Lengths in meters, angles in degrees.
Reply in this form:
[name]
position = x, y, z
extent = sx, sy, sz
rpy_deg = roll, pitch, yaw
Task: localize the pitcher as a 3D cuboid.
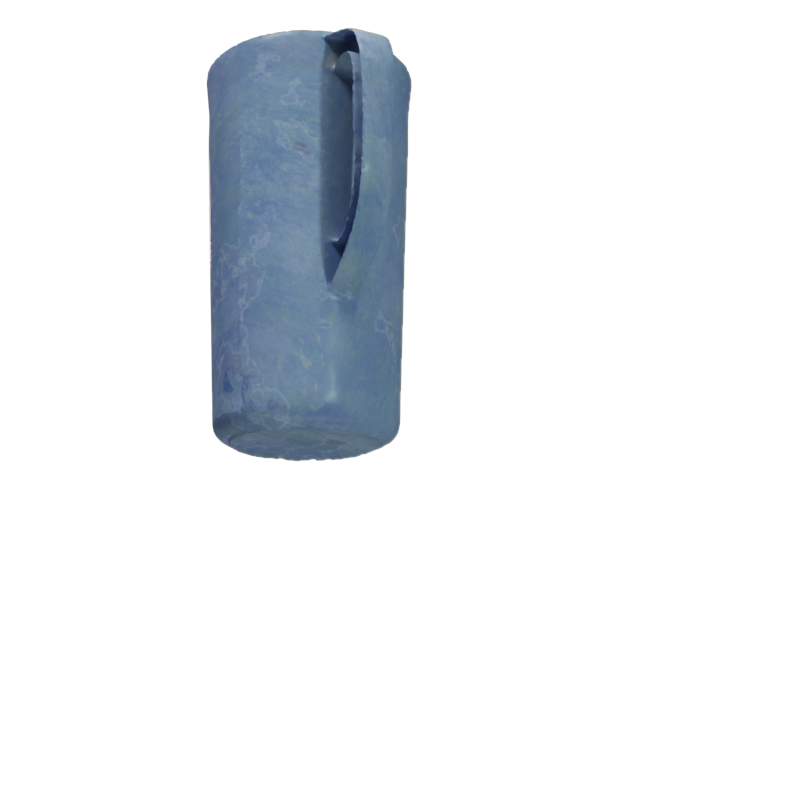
[pitcher]
position = -0.052, -0.095, 0.669
extent = 0.147, 0.255, 0.140
rpy_deg = -8, -21, 18
